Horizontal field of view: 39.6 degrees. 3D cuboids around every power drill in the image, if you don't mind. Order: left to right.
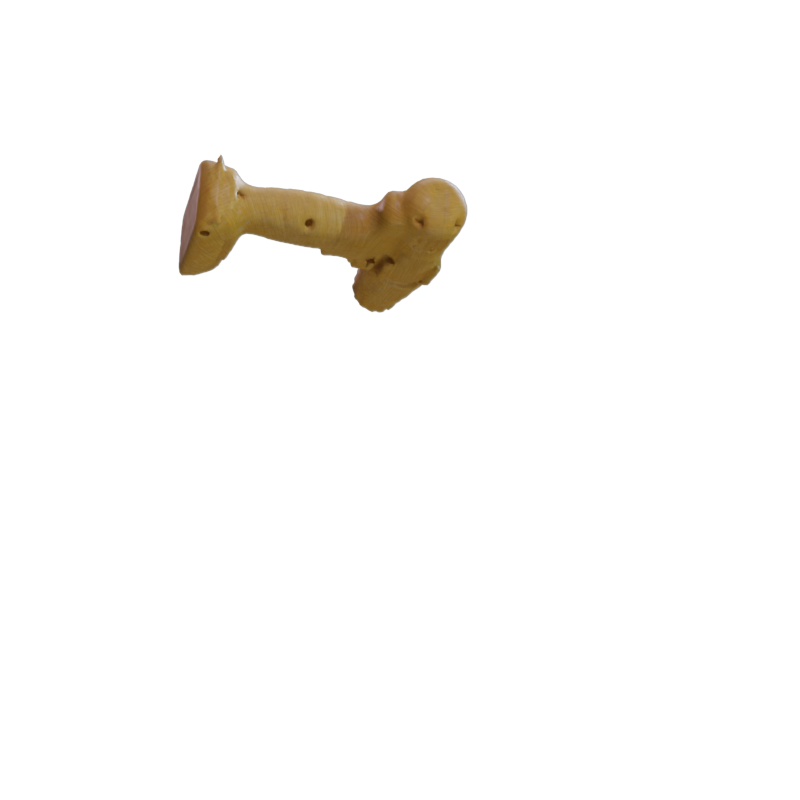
[{"bbox_3d":[-0.063,-0.115,0.804,0.184,0.060,0.179,5,-19,-14],"label":"power drill"}]
